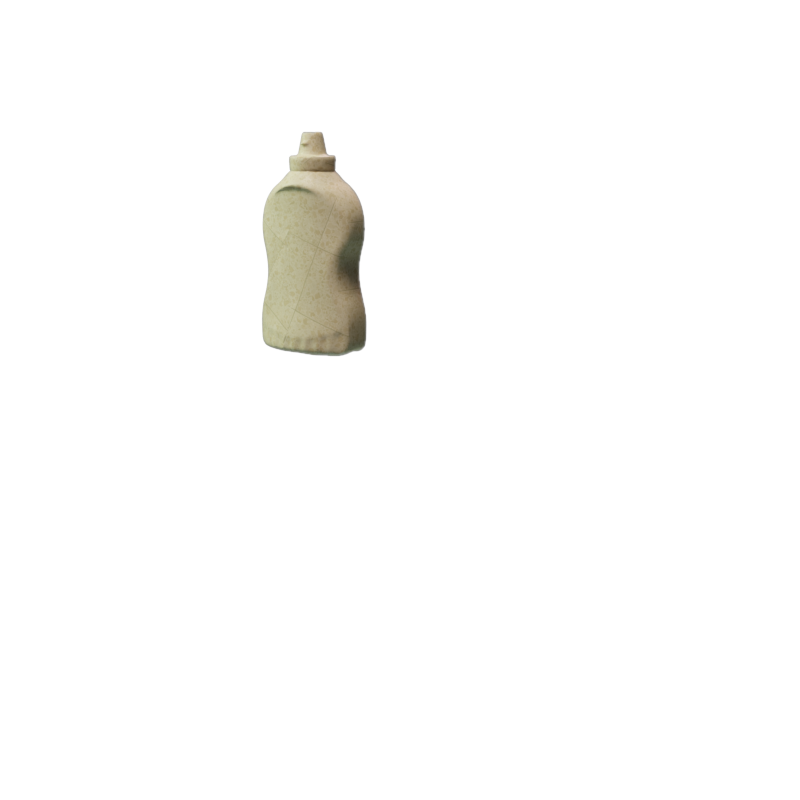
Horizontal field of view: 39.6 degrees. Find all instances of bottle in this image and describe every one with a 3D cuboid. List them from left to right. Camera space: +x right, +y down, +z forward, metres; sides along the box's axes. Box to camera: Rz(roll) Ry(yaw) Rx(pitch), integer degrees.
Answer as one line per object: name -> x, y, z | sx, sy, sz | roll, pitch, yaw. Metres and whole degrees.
bottle -> -0.076, -0.139, 0.972 | 0.100, 0.189, 0.057 | 6, 8, 36
